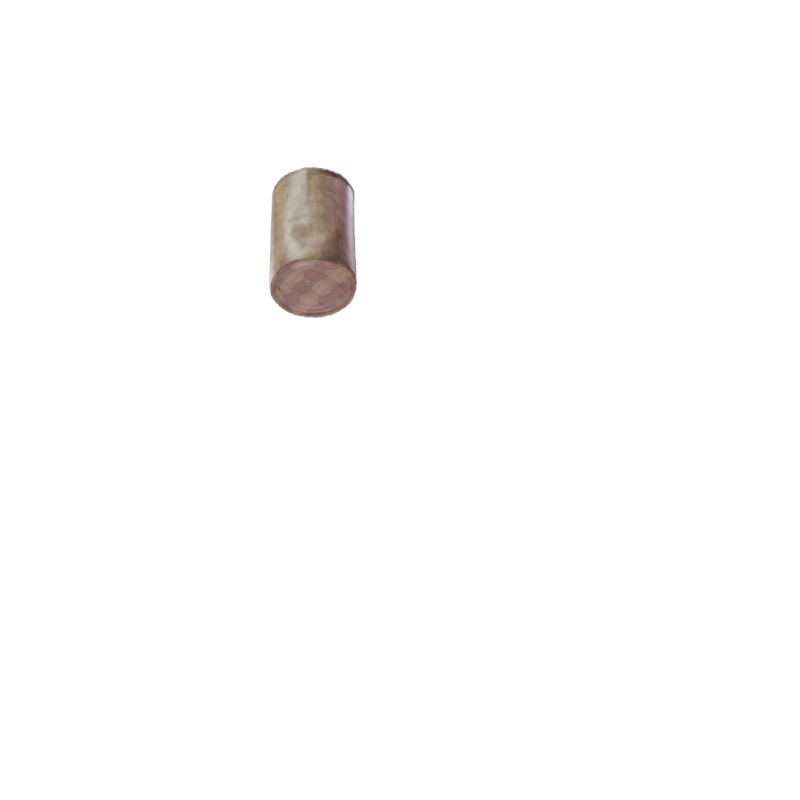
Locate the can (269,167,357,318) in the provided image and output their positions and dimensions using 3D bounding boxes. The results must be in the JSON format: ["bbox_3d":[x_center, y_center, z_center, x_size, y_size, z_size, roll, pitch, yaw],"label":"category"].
[{"bbox_3d":[-0.068,-0.124,0.867,0.068,0.110,0.064,-1,-41,-3],"label":"can"}]
